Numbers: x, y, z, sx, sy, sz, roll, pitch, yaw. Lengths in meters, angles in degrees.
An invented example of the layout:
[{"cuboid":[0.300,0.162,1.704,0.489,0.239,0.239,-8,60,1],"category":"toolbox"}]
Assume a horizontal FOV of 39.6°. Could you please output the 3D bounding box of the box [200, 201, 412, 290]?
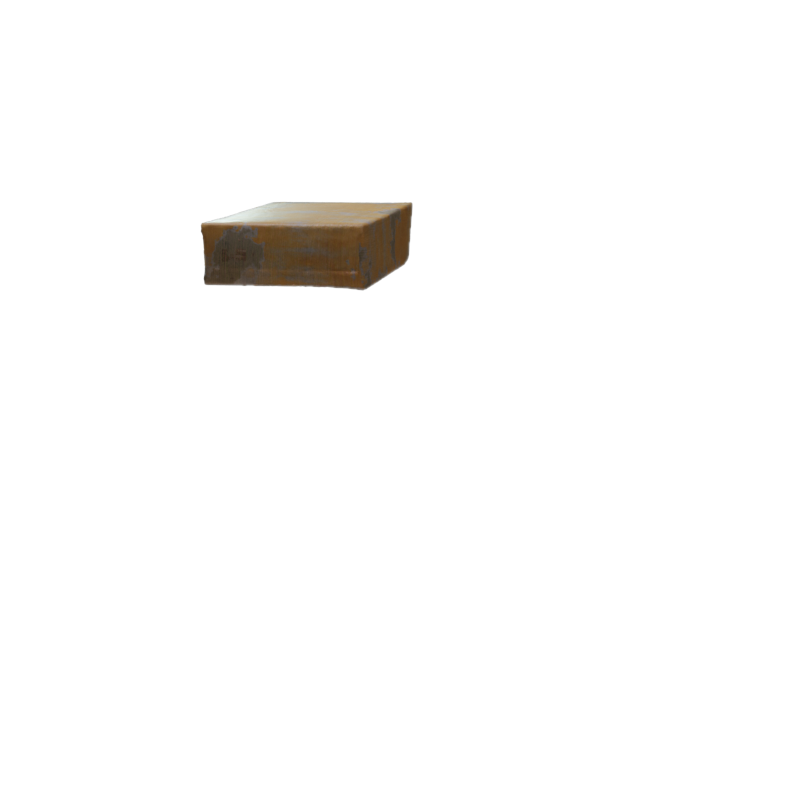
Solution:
[{"cuboid":[-0.048,-0.088,0.618,0.092,0.038,0.114,4,14,15],"category":"box"}]
